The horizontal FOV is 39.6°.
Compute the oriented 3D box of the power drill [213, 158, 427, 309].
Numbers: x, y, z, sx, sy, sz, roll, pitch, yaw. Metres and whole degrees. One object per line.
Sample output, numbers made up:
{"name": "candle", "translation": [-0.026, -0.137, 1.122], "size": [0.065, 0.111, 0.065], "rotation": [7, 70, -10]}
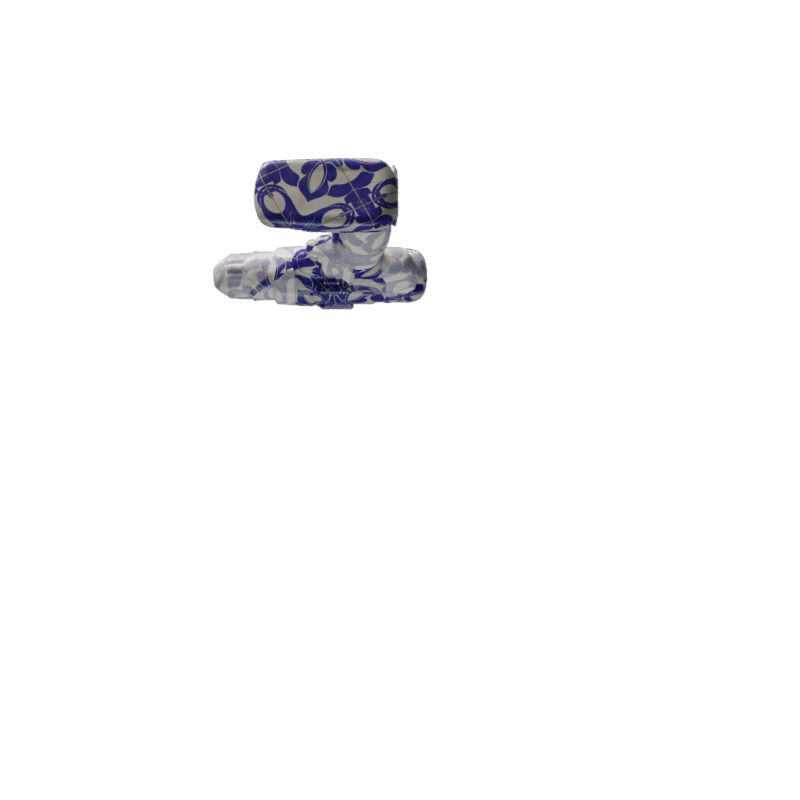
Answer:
{"name": "power drill", "translation": [-0.070, -0.127, 0.893], "size": [0.185, 0.060, 0.178], "rotation": [-1, -17, 2]}
